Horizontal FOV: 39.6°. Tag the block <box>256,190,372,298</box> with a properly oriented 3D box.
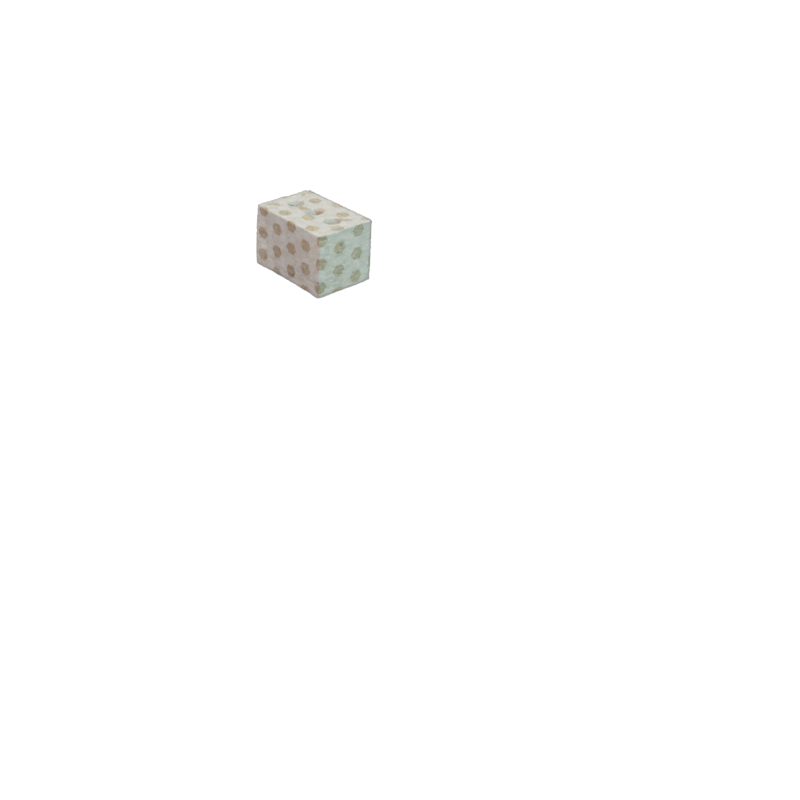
[{"bbox_3d":[-0.066,-0.120,0.838,0.052,0.048,0.083,-22,37,-35],"label":"block"}]
